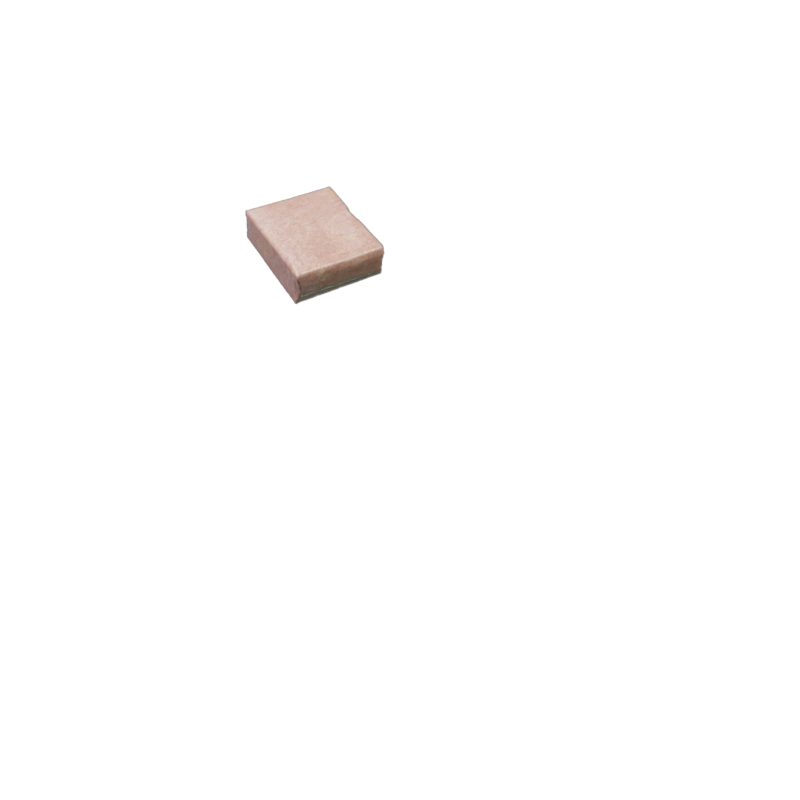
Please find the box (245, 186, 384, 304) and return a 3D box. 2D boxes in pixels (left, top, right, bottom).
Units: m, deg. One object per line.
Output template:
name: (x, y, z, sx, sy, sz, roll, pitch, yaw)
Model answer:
box: (-0.065, -0.118, 0.827, 0.072, 0.028, 0.097, -20, 47, -20)
